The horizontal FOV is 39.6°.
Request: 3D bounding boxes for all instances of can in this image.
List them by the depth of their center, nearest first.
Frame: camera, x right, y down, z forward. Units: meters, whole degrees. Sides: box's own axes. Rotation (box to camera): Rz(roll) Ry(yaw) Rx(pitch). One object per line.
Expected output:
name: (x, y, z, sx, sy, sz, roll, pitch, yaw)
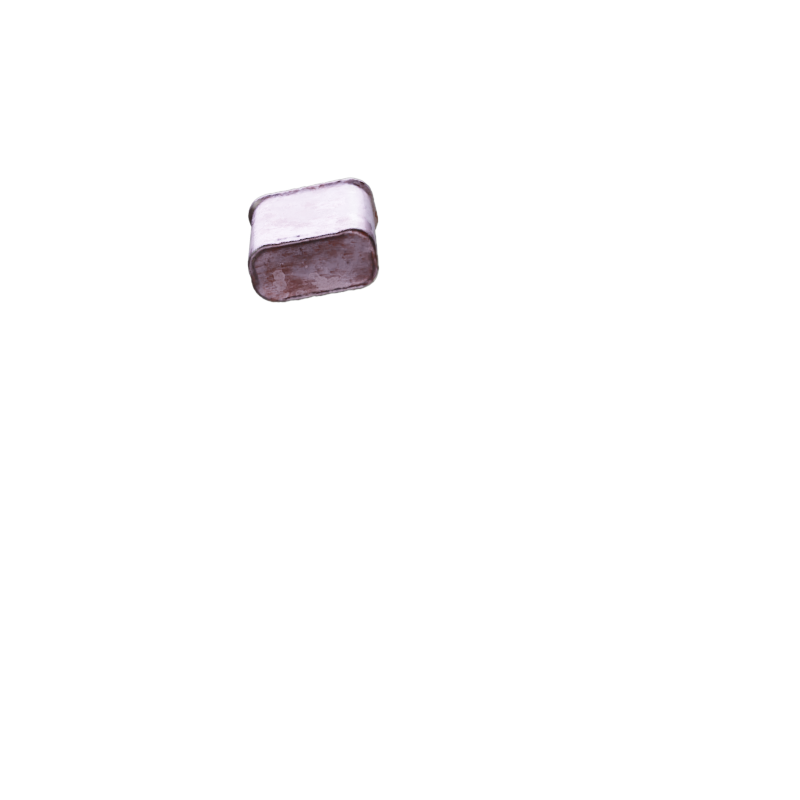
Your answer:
can: (-0.067, -0.122, 0.855, 0.102, 0.054, 0.089, -10, 33, 5)
